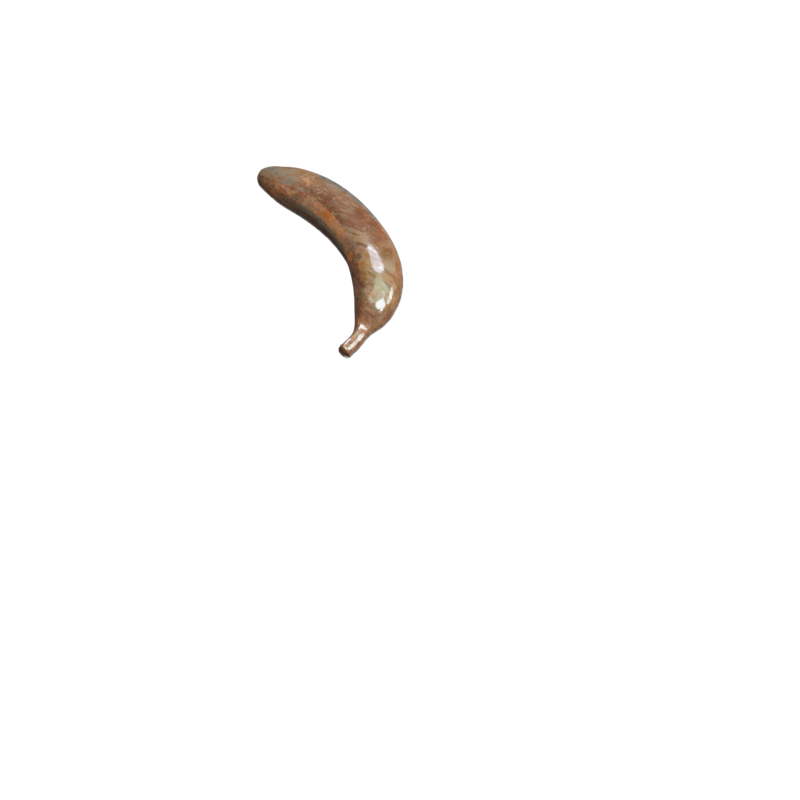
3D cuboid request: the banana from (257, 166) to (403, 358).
[{"bbox_3d":[-0.045,-0.118,0.817,0.069,0.214,0.034,-15,-41,-15],"label":"banana"}]
